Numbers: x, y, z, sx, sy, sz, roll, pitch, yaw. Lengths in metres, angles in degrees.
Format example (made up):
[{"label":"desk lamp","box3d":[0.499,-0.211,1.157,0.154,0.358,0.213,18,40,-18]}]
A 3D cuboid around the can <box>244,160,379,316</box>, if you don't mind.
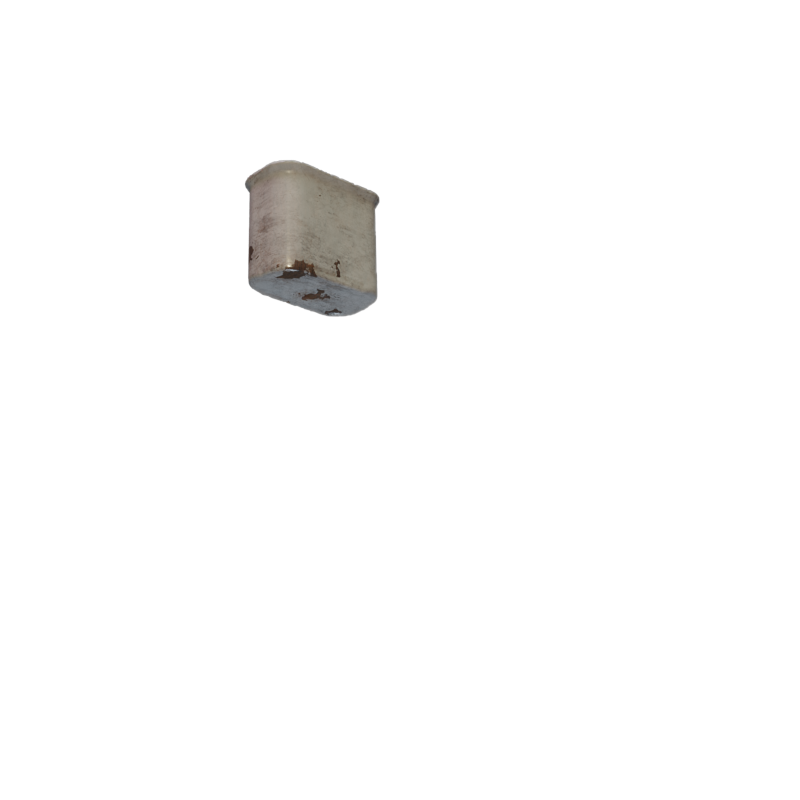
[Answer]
[{"label":"can","box3d":[-0.063,-0.114,0.800,0.096,0.088,0.058,17,-29,-39]}]
